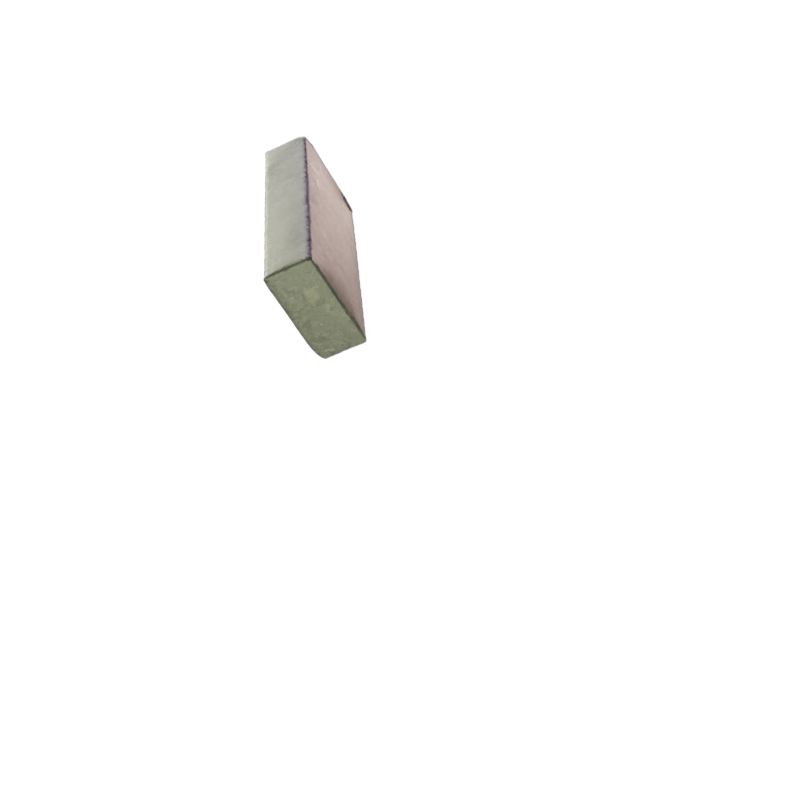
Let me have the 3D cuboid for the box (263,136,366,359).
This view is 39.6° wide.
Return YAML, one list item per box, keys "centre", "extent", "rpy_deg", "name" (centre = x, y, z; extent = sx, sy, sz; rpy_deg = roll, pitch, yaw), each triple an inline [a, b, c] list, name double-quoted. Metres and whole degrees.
- centre: [-0.068, -0.125, 0.877]
  extent: [0.048, 0.189, 0.086]
  rpy_deg: [-22, -50, 15]
  name: "box"
